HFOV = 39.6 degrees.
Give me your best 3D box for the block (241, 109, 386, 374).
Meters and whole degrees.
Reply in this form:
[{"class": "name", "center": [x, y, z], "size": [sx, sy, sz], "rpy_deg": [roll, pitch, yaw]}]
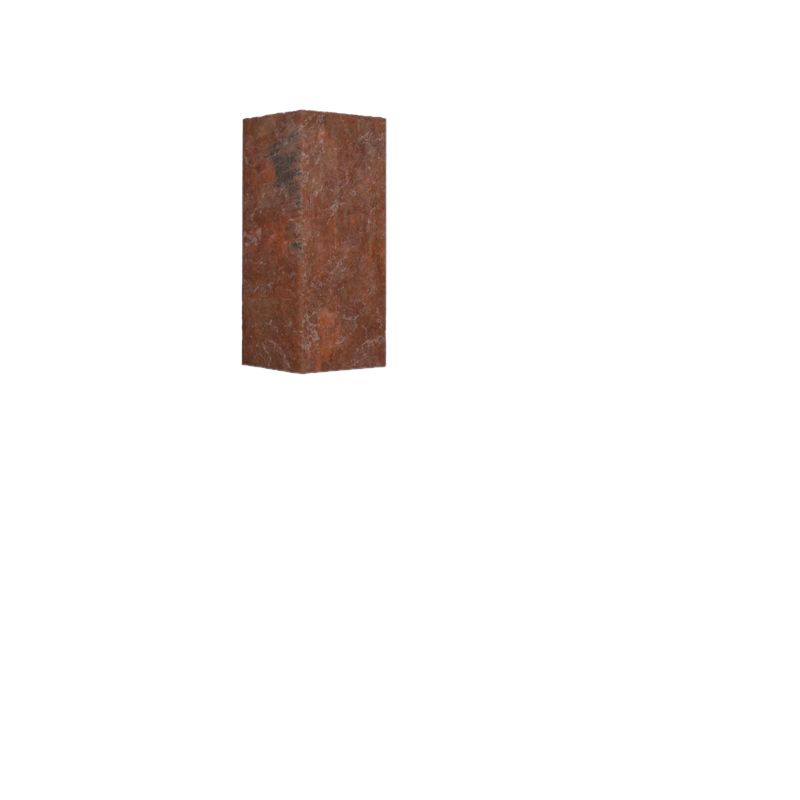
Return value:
[{"class": "block", "center": [-0.072, -0.131, 0.921], "size": [0.087, 0.206, 0.094], "rpy_deg": [-1, 1, -39]}]
